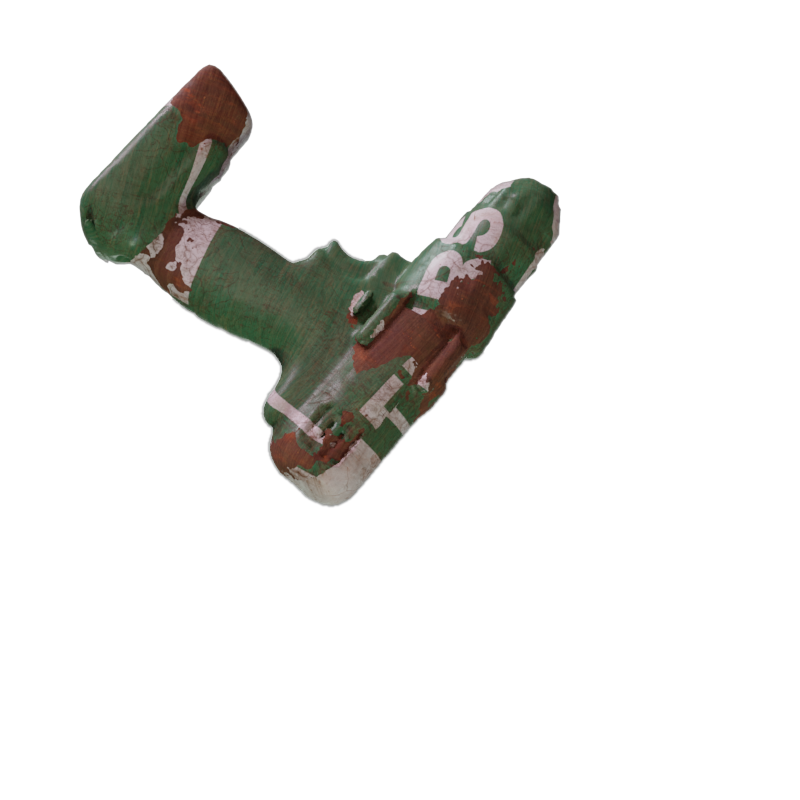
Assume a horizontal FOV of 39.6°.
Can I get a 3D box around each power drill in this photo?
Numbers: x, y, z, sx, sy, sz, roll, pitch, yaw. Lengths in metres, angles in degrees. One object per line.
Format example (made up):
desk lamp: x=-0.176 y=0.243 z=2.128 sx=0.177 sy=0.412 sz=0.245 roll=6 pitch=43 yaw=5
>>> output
power drill: x=-0.041 y=-0.075 z=0.523 sx=0.194 sy=0.187 sz=0.055 roll=37 pitch=-17 yaw=13
